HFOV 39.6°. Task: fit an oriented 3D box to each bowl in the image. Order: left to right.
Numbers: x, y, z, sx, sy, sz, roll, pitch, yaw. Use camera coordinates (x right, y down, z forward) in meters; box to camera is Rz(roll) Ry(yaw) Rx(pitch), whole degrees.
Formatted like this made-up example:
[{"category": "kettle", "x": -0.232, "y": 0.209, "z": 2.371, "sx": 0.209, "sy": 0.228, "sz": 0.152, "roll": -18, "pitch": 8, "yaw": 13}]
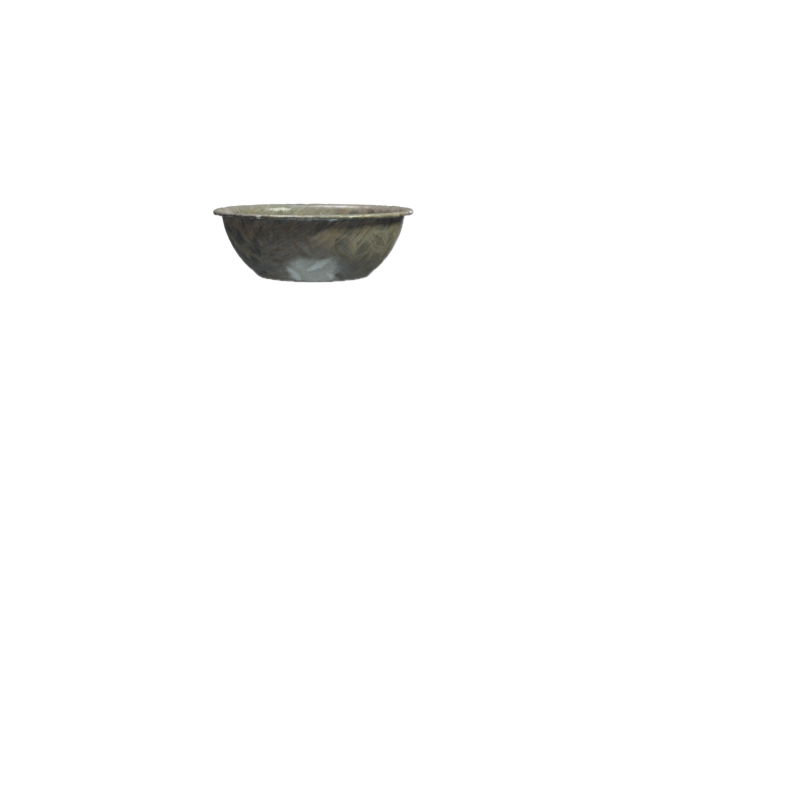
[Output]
[{"category": "bowl", "x": -0.070, "y": -0.128, "z": 0.897, "sx": 0.162, "sy": 0.054, "sz": 0.166, "roll": 0, "pitch": 13, "yaw": -2}]
